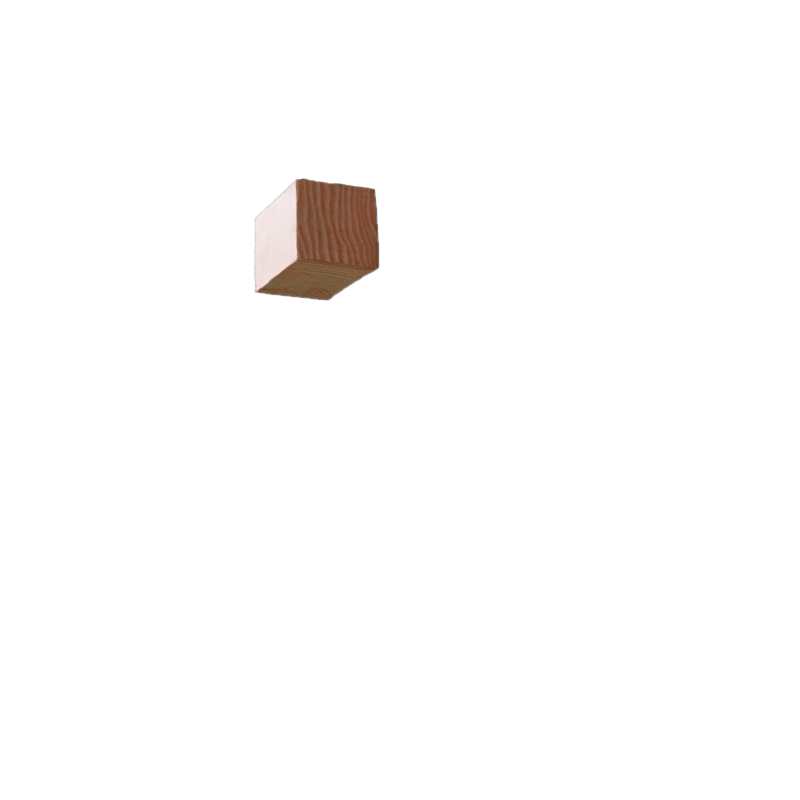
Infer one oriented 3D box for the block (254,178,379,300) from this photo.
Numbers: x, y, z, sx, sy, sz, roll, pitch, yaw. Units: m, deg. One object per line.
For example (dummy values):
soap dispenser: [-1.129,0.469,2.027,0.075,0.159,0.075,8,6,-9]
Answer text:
block: [-0.053,-0.096,0.674,0.051,0.053,0.078,6,-14,-25]
